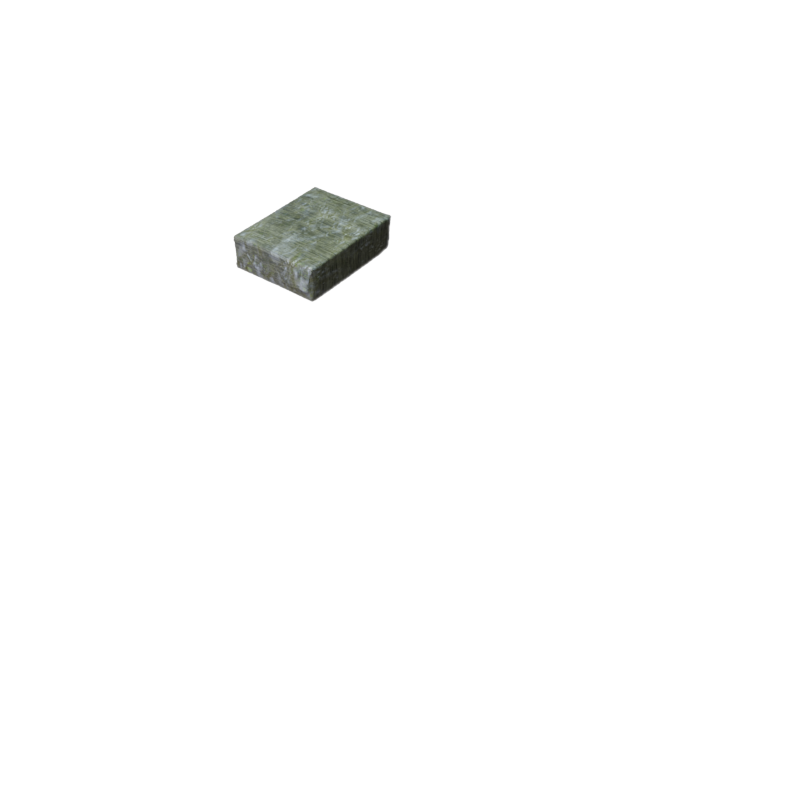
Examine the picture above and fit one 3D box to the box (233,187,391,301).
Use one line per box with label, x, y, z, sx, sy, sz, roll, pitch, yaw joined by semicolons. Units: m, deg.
box;-0.076;-0.139;0.976;0.095;0.036;0.114;25;43;29
